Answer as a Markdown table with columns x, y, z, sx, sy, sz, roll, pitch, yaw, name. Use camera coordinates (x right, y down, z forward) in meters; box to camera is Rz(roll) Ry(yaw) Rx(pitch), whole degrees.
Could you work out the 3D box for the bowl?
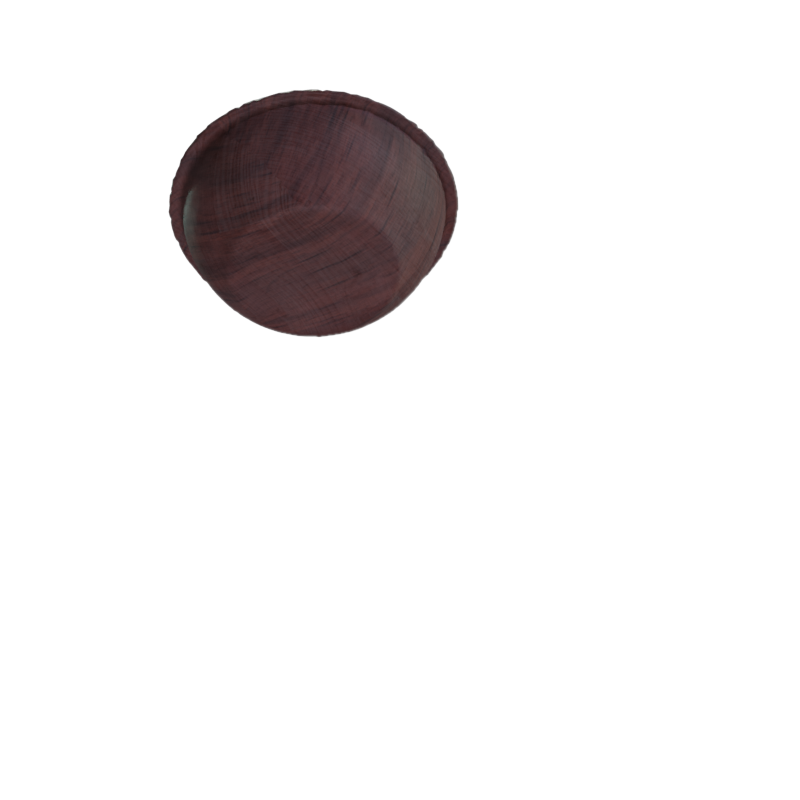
| x | y | z | sx | sy | sz | roll | pitch | yaw | name |
| --- | --- | --- | --- | --- | --- | --- | --- | --- | --- |
| -0.047 | -0.086 | 0.603 | 0.162 | 0.151 | 0.059 | 1 | 43 | -1 | bowl |
